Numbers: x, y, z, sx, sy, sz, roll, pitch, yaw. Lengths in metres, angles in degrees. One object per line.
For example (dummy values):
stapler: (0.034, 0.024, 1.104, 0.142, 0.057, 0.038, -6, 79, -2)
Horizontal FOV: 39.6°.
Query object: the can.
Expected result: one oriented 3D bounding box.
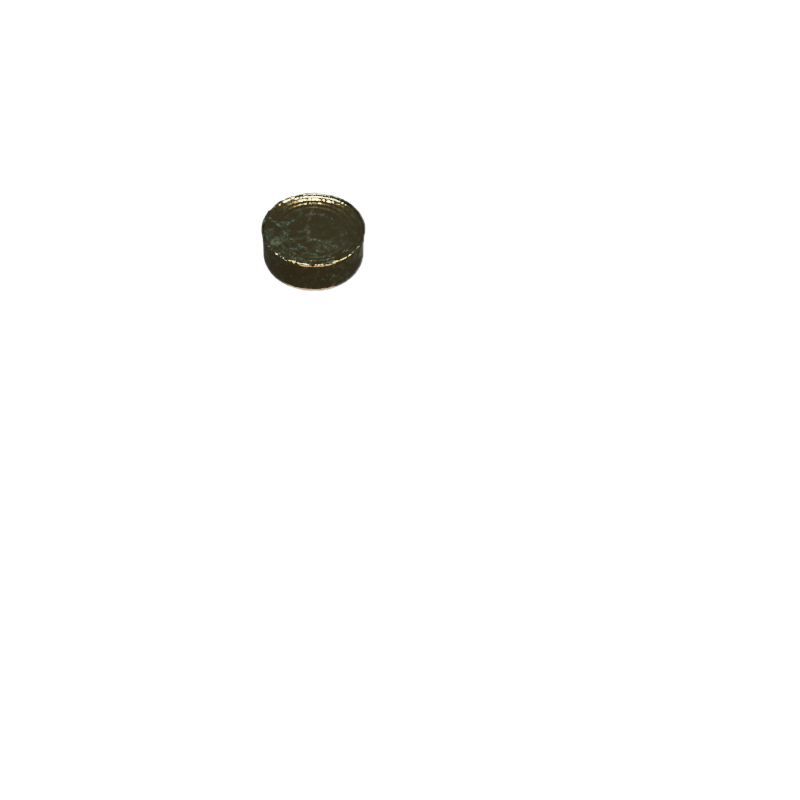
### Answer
can: (-0.072, -0.132, 0.923, 0.086, 0.092, 0.031, -1, -42, -1)
